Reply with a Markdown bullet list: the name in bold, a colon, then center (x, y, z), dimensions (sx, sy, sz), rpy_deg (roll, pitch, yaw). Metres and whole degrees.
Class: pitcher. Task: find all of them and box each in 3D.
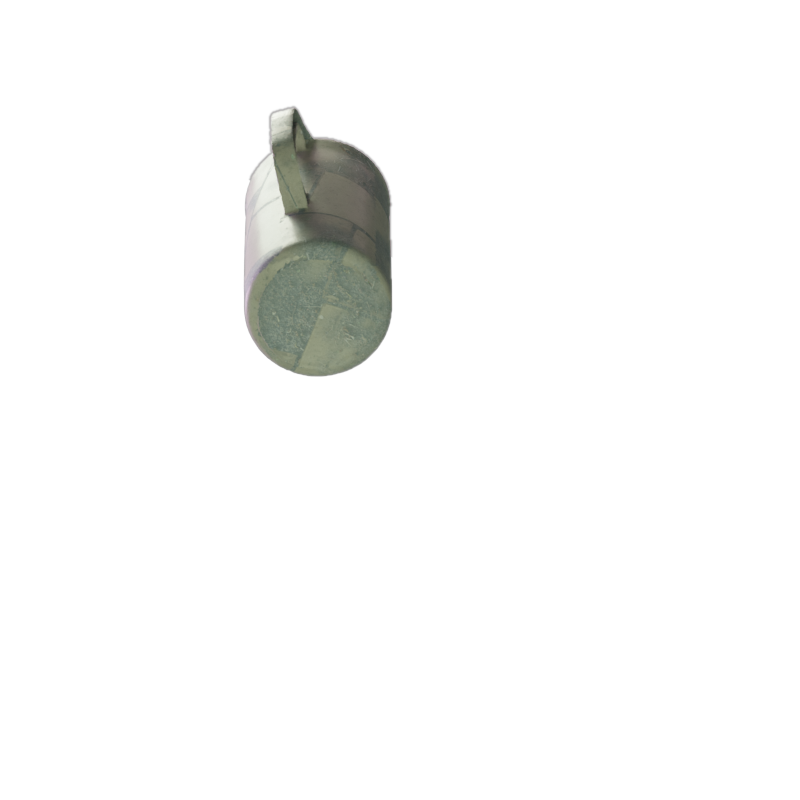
- **pitcher**: center (-0.071, -0.129, 0.903), dimensions (0.145, 0.141, 0.256), rpy_deg (27, 22, -15)
